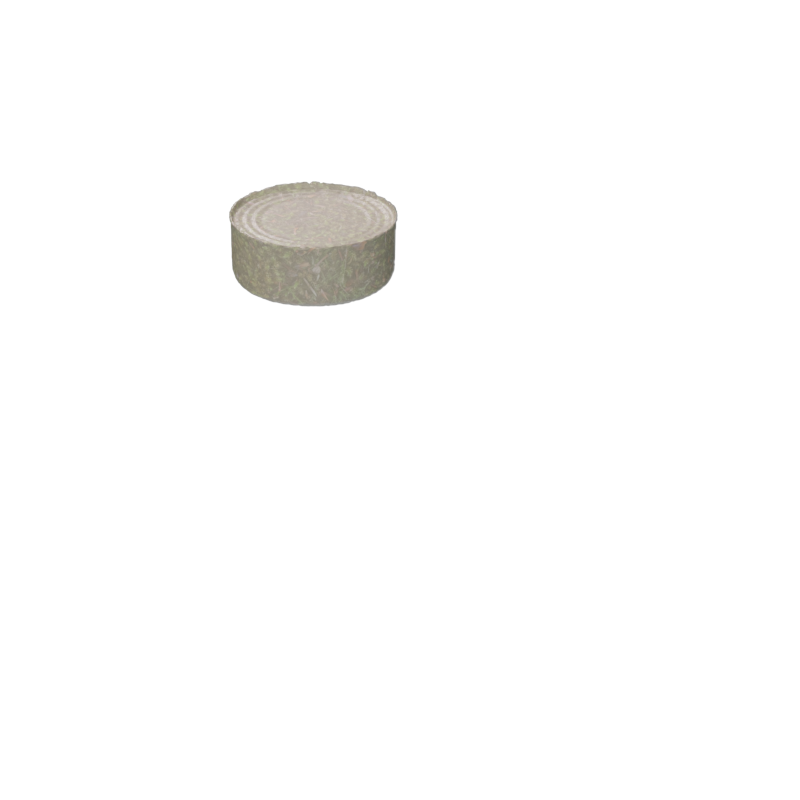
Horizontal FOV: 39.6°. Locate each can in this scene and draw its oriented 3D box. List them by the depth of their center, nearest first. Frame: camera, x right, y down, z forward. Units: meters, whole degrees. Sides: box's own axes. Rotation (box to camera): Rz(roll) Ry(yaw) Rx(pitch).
[{"bbox_3d":[-0.045,-0.081,0.570,0.086,0.032,0.091,-1,30,-2],"label":"can"}]
